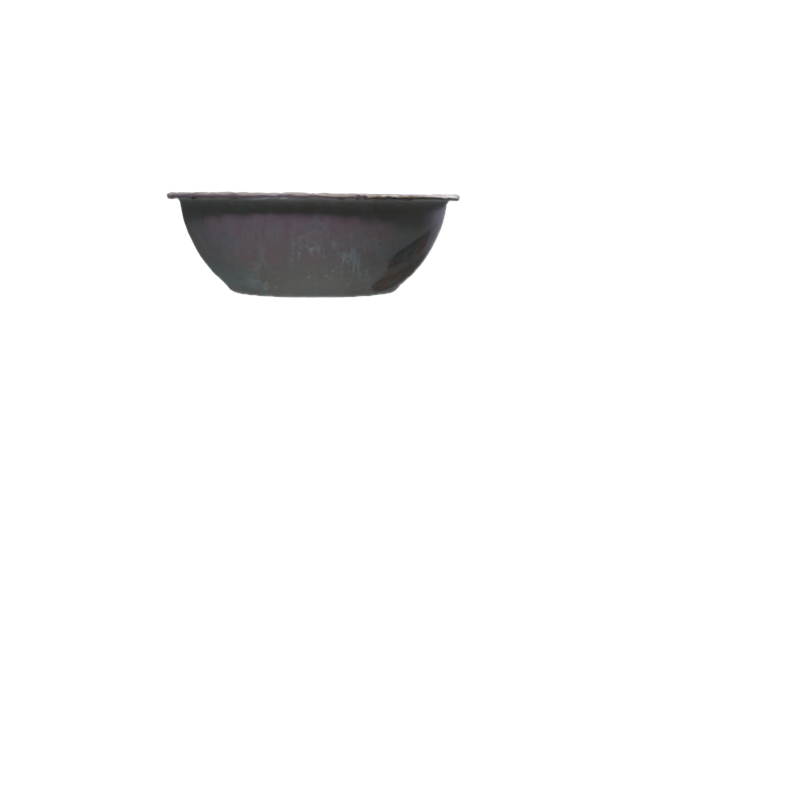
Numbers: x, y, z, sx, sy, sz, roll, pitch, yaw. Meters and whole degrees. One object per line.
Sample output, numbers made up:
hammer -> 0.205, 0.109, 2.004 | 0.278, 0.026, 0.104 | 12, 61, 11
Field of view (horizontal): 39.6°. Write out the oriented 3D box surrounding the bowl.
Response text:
bowl -> -0.048, -0.088, 0.614 | 0.162, 0.054, 0.165 | 0, 9, -2
